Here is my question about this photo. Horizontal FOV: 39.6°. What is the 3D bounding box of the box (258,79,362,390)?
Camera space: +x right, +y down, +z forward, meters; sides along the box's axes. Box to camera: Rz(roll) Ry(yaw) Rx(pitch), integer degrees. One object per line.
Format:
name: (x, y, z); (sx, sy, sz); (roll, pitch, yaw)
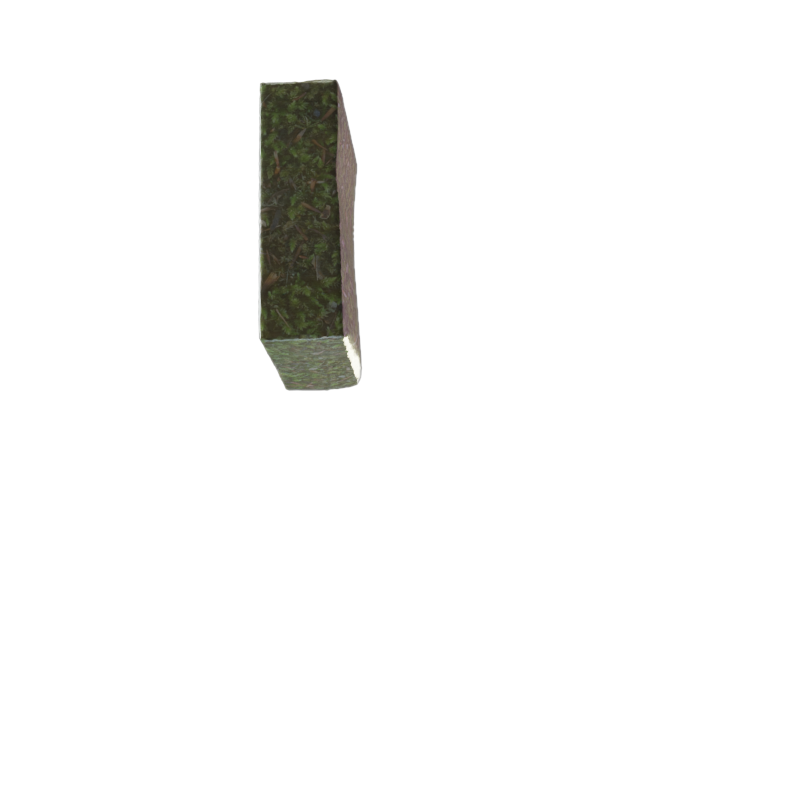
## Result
box: (-0.071, -0.129, 0.907); (0.072, 0.224, 0.156); (-2, -18, 2)
